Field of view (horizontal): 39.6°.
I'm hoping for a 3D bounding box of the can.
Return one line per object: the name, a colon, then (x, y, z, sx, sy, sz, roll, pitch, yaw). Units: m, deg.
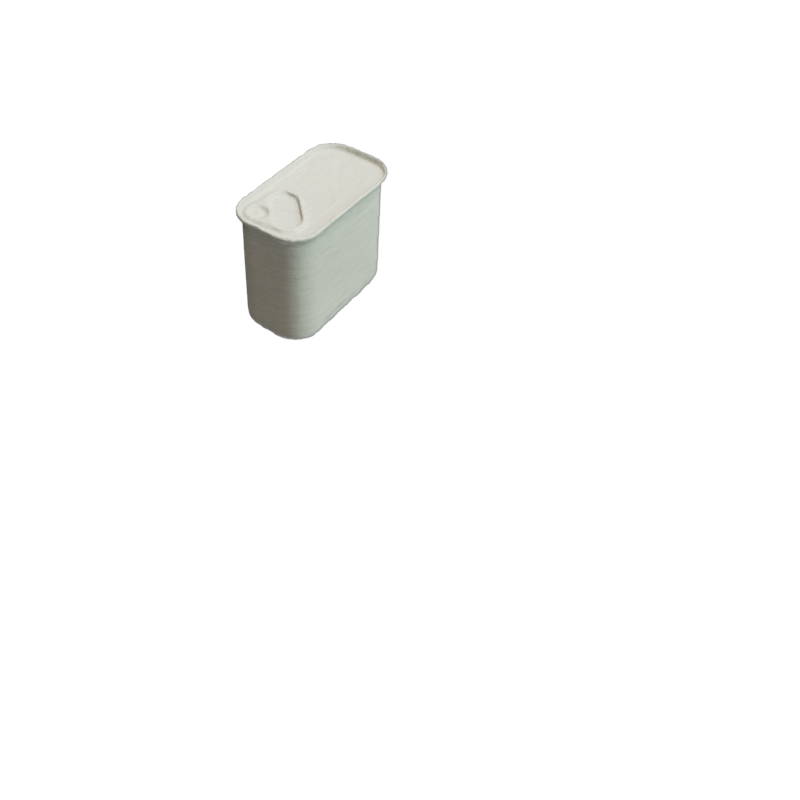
can: (-0.055, -0.100, 0.698, 0.060, 0.078, 0.104, 26, 48, 23)
